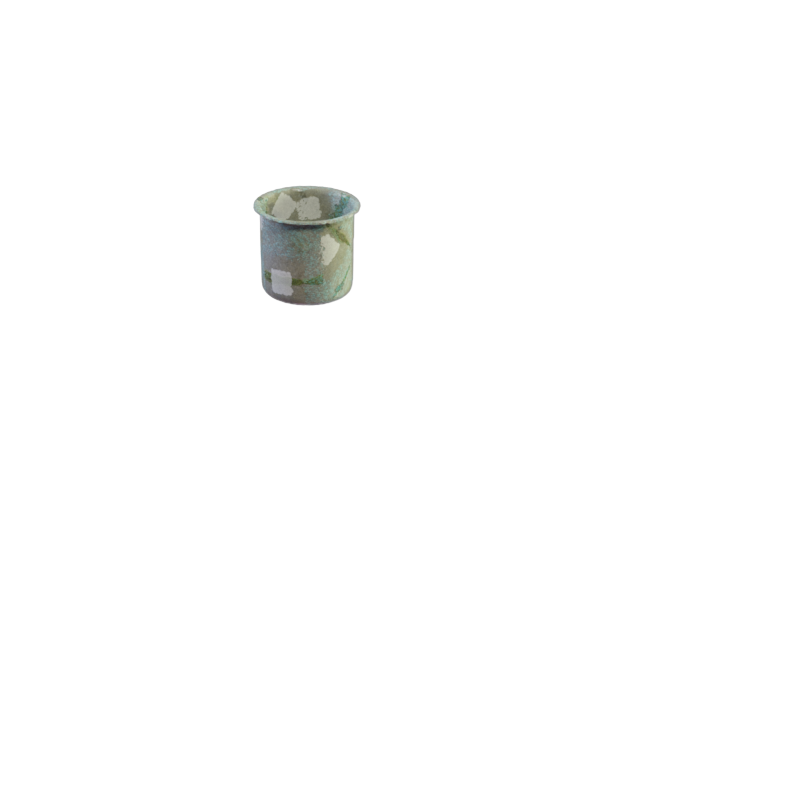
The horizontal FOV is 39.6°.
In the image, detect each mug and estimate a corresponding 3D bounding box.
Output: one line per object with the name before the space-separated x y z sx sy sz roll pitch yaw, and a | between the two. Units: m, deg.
mug | -0.077 -0.140 0.984 0.097 0.077 0.119 12 30 21
